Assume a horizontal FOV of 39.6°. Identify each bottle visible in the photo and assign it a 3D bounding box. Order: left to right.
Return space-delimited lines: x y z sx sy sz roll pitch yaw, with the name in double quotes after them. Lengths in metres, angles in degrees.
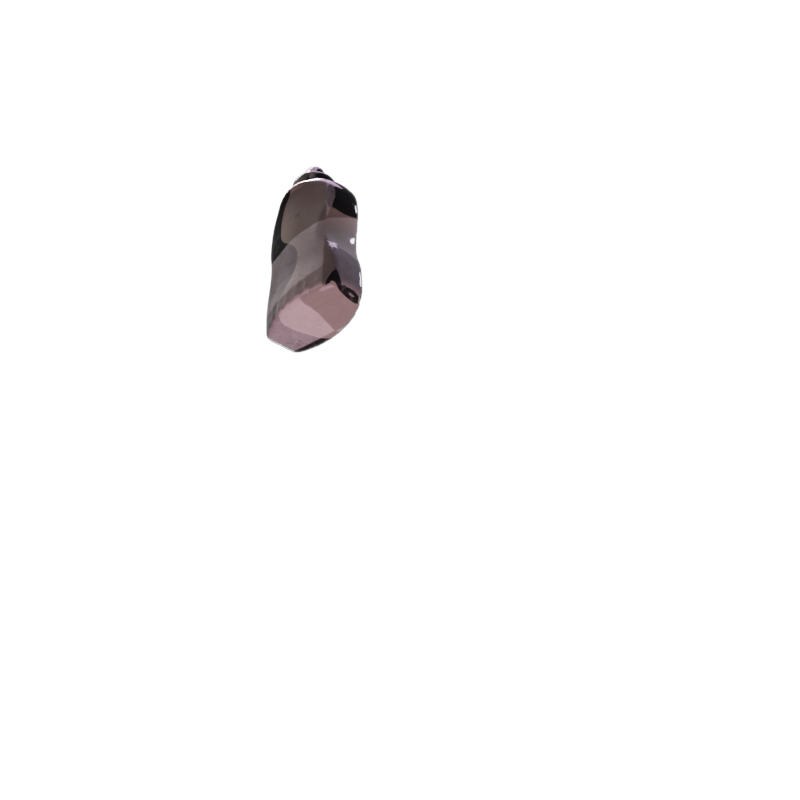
-0.077 -0.140 0.985 0.055 0.206 0.094 27 -50 -29 "bottle"
